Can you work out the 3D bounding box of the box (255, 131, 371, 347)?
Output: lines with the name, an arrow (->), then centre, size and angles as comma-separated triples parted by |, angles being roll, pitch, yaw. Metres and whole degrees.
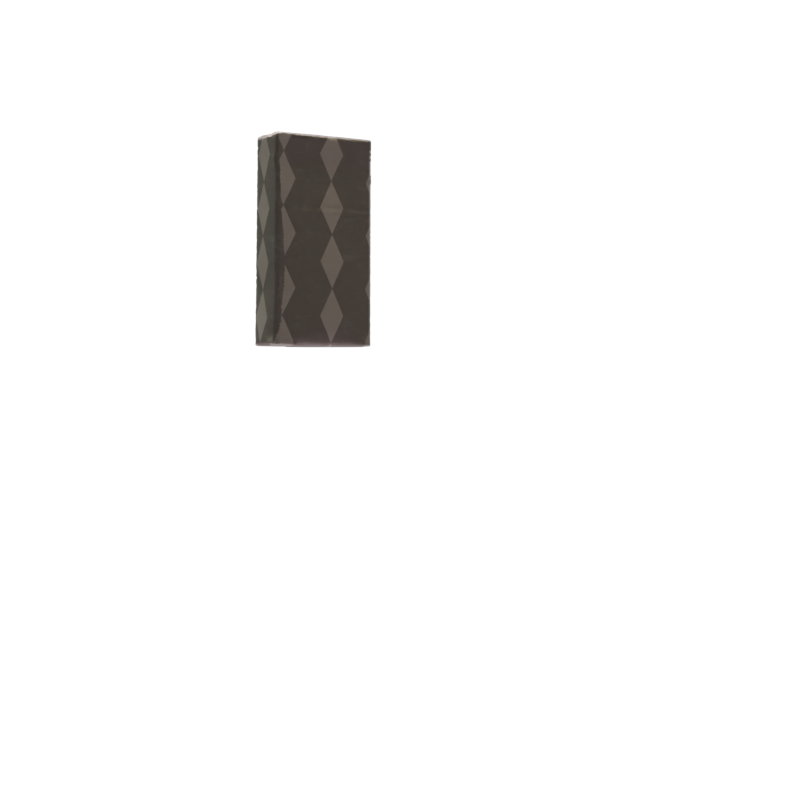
box -> -0.073, -0.133, 0.932 | 0.090, 0.179, 0.049 | 2, -6, -30
